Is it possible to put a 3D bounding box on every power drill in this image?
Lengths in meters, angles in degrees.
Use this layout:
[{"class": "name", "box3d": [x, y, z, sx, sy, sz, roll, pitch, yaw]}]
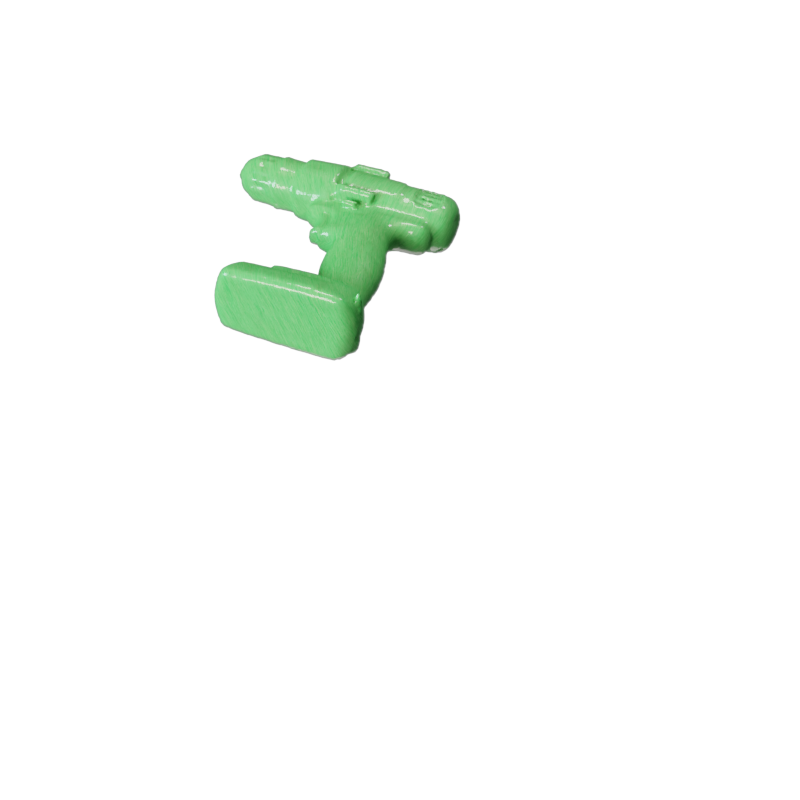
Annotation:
[{"class": "power drill", "box3d": [-0.065, -0.119, 0.835, 0.190, 0.054, 0.195, 14, 42, 16]}]
